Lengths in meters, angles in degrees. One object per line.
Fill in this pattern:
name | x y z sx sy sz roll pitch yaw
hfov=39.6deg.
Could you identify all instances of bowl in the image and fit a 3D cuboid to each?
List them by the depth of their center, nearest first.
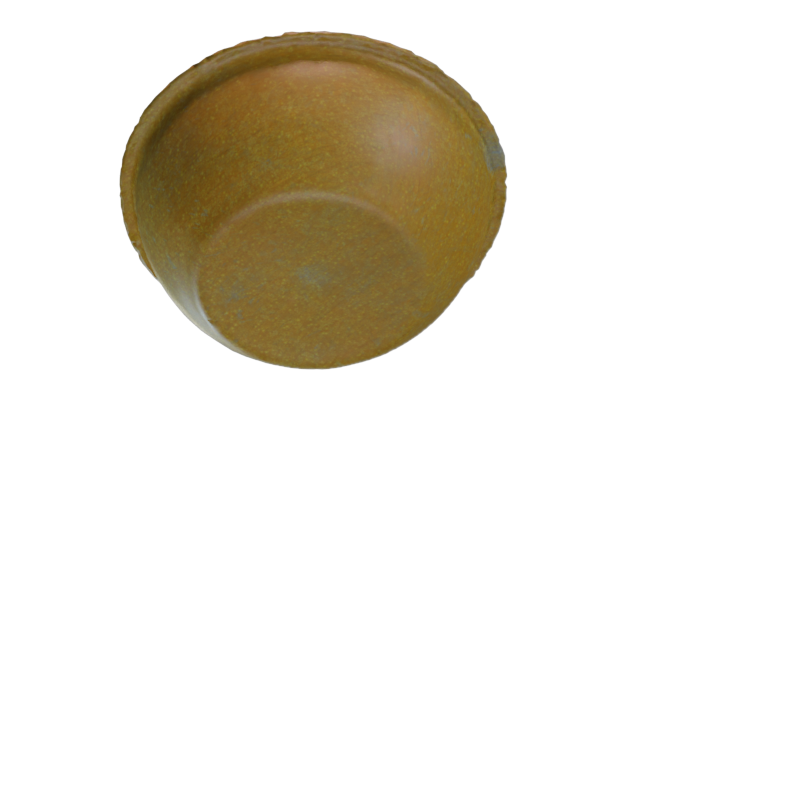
bowl | -0.035 -0.063 0.444 0.162 0.151 0.059 1 43 -1
